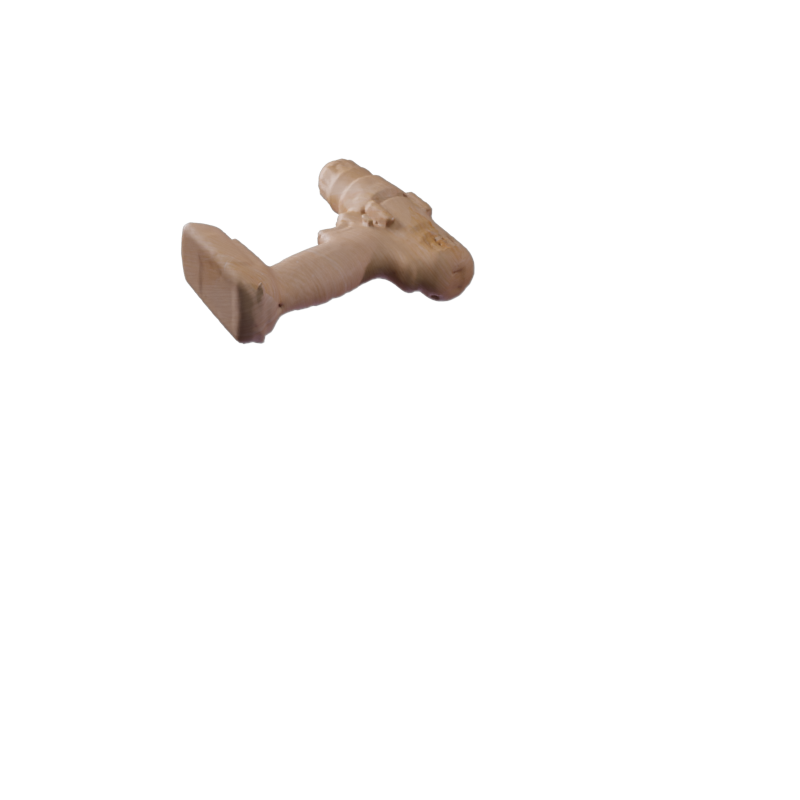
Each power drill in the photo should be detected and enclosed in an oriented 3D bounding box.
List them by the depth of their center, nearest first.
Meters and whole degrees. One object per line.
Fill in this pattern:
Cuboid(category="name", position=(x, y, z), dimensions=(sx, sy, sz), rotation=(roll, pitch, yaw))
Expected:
Cuboid(category="power drill", position=(-0.065, -0.119, 0.833), dimensions=(0.185, 0.054, 0.199), rotation=(-20, 41, -25))
